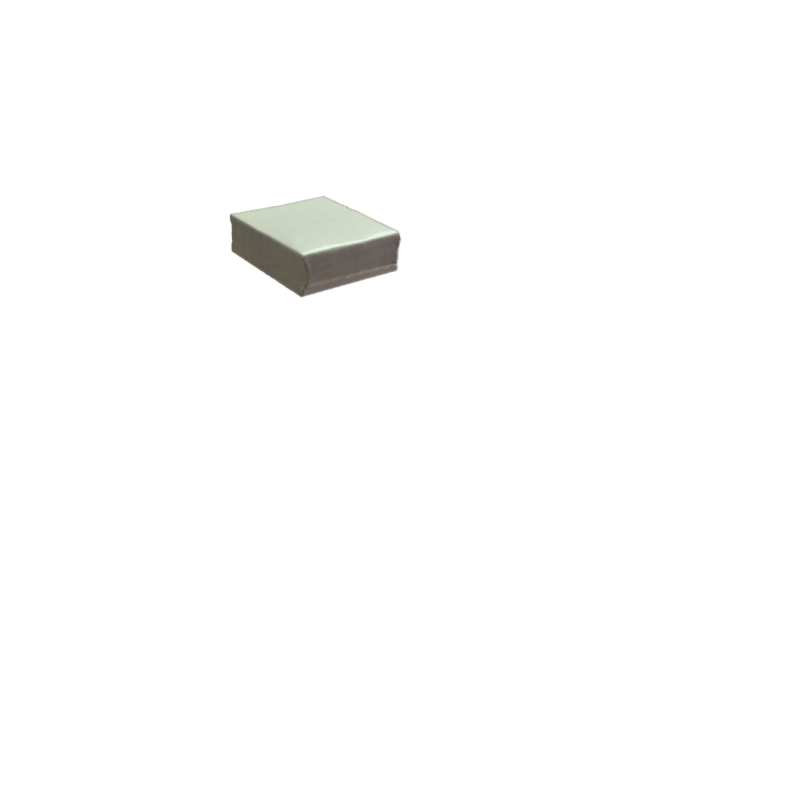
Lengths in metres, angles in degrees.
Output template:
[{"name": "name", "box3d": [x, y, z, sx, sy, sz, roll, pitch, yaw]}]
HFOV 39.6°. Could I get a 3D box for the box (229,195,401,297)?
[{"name": "box", "box3d": [-0.055, -0.100, 0.699, 0.072, 0.029, 0.096, -17, 31, -30]}]
